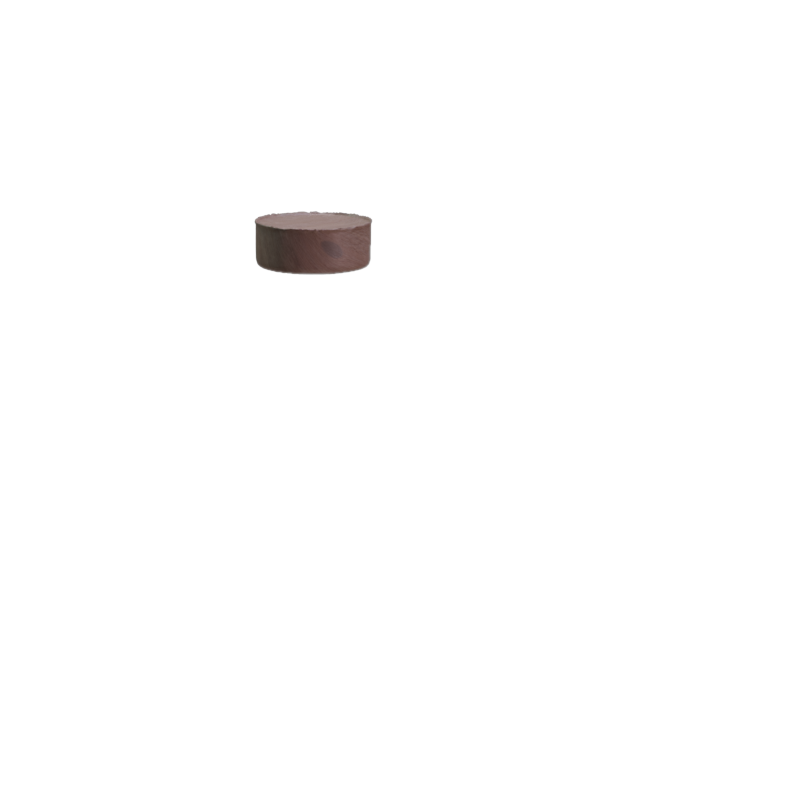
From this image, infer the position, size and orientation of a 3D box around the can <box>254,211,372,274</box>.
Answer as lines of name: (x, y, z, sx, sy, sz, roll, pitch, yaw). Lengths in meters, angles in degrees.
can: (-0.064, -0.116, 0.812, 0.086, 0.033, 0.089, -1, 17, -2)
